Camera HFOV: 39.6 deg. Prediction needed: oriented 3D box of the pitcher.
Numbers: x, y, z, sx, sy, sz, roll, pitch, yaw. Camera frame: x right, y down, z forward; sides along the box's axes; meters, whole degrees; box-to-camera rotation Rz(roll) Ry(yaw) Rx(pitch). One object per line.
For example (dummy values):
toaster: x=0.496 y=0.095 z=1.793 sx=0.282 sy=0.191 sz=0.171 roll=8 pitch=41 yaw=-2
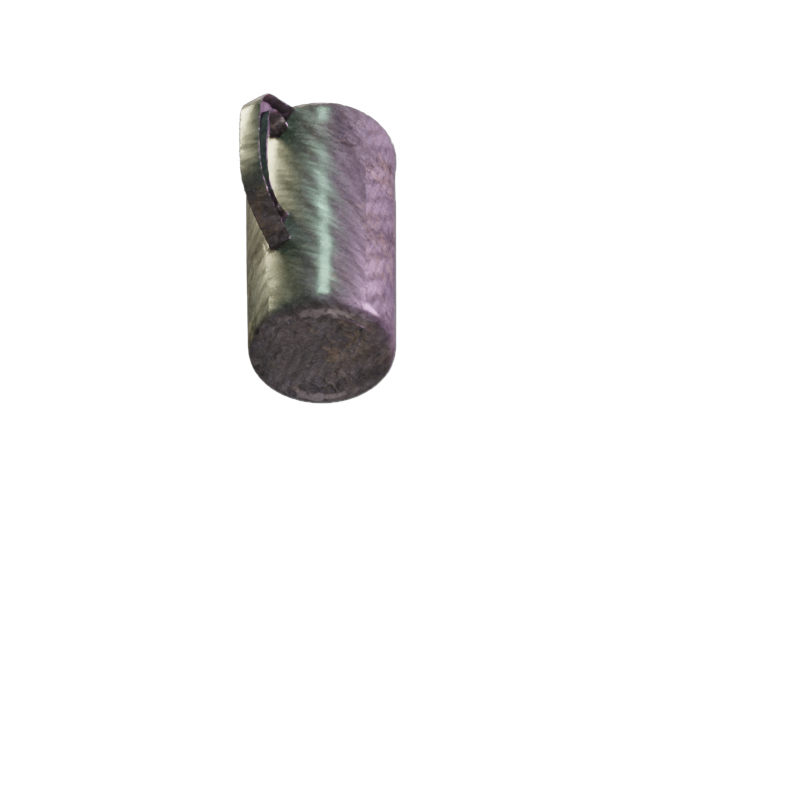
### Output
pitcher: x=-0.069 y=-0.126 z=0.882 sx=0.146 sy=0.261 sz=0.137 roll=9 pitch=-47 yaw=-12
